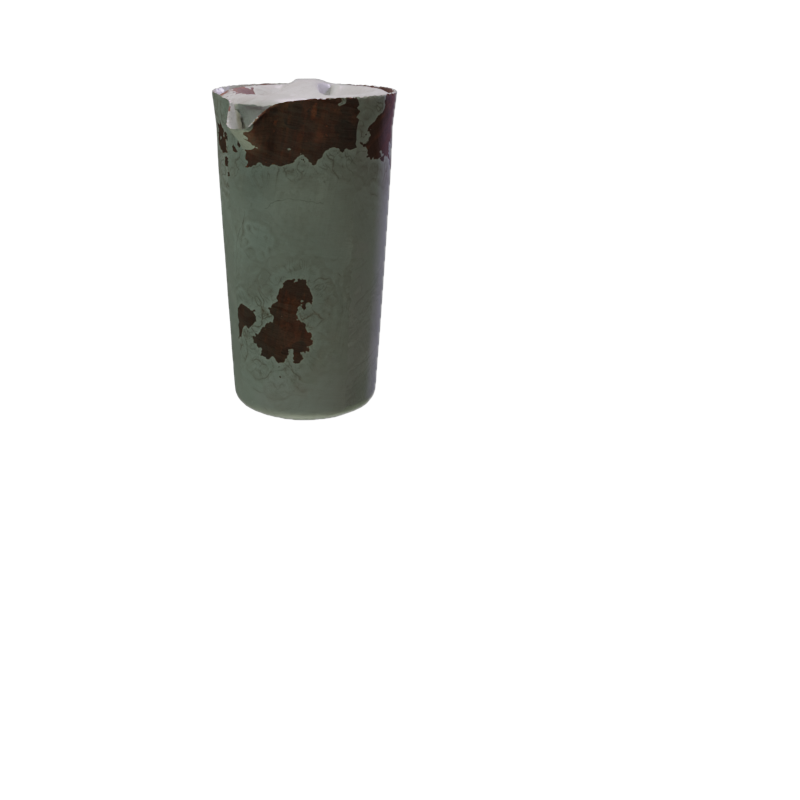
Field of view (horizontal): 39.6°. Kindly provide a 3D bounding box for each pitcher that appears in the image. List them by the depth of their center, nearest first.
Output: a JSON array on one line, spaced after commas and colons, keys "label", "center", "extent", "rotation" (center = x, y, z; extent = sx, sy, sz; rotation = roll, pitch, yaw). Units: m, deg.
[{"label": "pitcher", "center": [-0.065, -0.119, 0.832], "extent": [0.147, 0.235, 0.153], "rotation": [-4, 16, -16]}]
